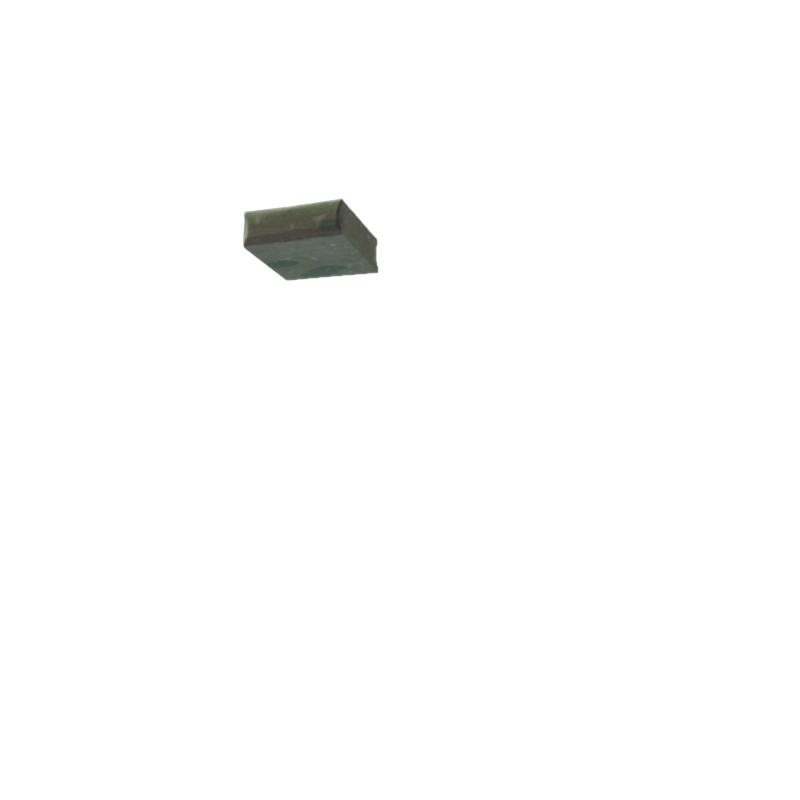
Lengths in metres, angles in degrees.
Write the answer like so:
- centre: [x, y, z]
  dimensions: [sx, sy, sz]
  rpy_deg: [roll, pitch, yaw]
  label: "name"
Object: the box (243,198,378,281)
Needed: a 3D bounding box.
- centre: [-0.062, -0.113, 0.794]
  dimensions: [0.074, 0.031, 0.084]
  rpy_deg: [-4, -13, 17]
  label: "box"
